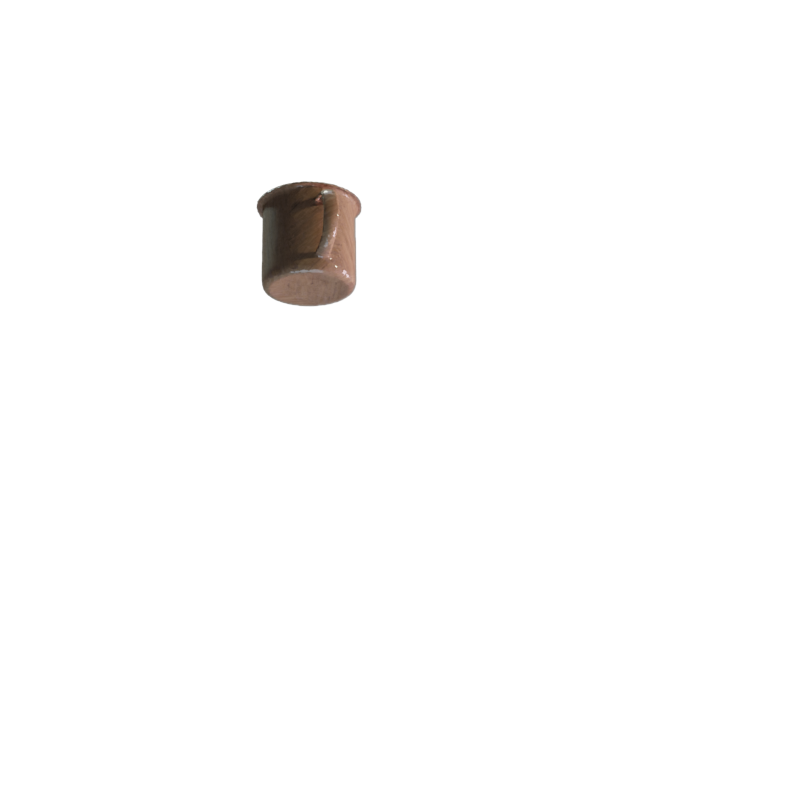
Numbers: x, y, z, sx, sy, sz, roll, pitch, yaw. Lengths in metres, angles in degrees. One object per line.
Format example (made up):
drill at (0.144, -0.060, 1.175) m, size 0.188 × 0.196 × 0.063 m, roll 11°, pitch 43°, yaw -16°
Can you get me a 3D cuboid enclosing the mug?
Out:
mug at (-0.075, -0.136, 0.955) m, size 0.090 × 0.086 × 0.114 m, roll 8°, pitch -23°, yaw -20°
